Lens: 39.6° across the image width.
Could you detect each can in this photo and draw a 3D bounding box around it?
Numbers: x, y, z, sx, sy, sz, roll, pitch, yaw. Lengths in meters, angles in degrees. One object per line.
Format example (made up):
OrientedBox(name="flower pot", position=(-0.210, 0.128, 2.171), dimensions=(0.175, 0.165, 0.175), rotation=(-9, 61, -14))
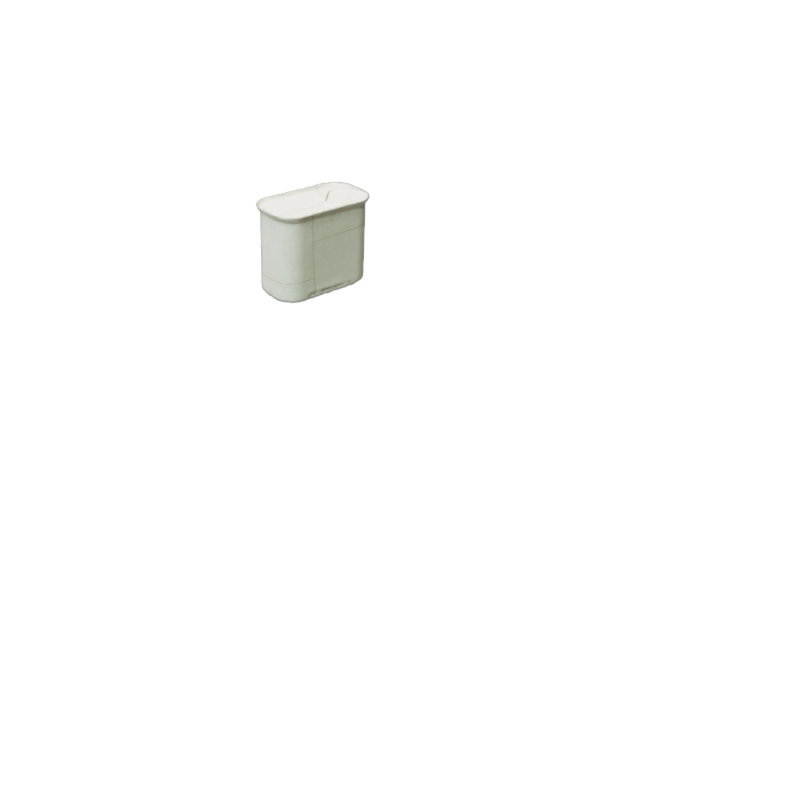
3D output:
OrientedBox(name="can", position=(-0.078, -0.143, 0.998), dimensions=(0.100, 0.079, 0.061), rotation=(-20, 33, -35))
